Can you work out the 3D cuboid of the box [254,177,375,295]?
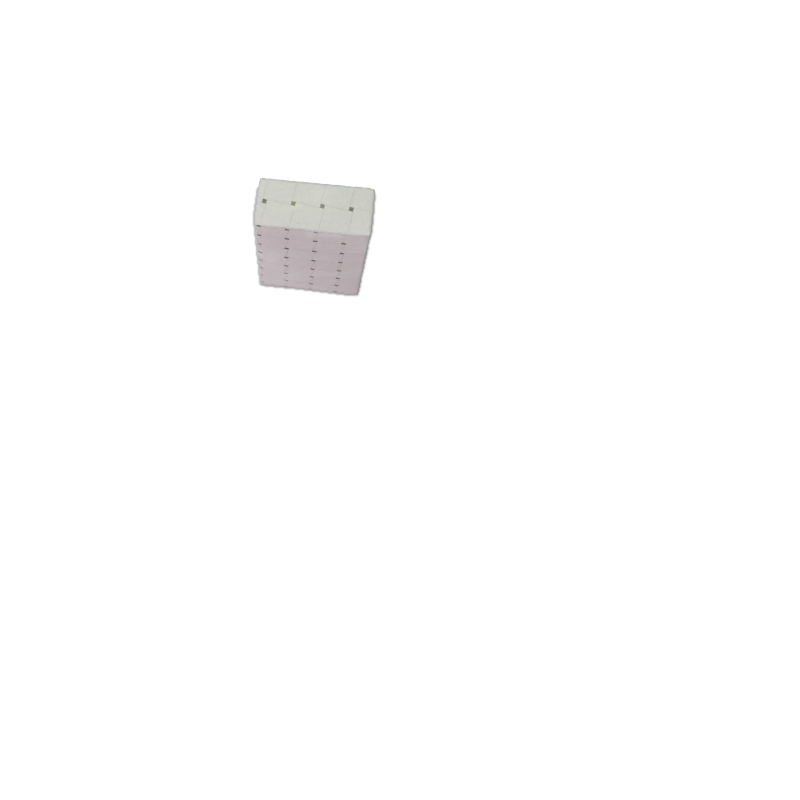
[{"bbox_3d":[-0.073,-0.133,0.931,0.093,0.049,0.172,6,-9,-2],"label":"box"}]
